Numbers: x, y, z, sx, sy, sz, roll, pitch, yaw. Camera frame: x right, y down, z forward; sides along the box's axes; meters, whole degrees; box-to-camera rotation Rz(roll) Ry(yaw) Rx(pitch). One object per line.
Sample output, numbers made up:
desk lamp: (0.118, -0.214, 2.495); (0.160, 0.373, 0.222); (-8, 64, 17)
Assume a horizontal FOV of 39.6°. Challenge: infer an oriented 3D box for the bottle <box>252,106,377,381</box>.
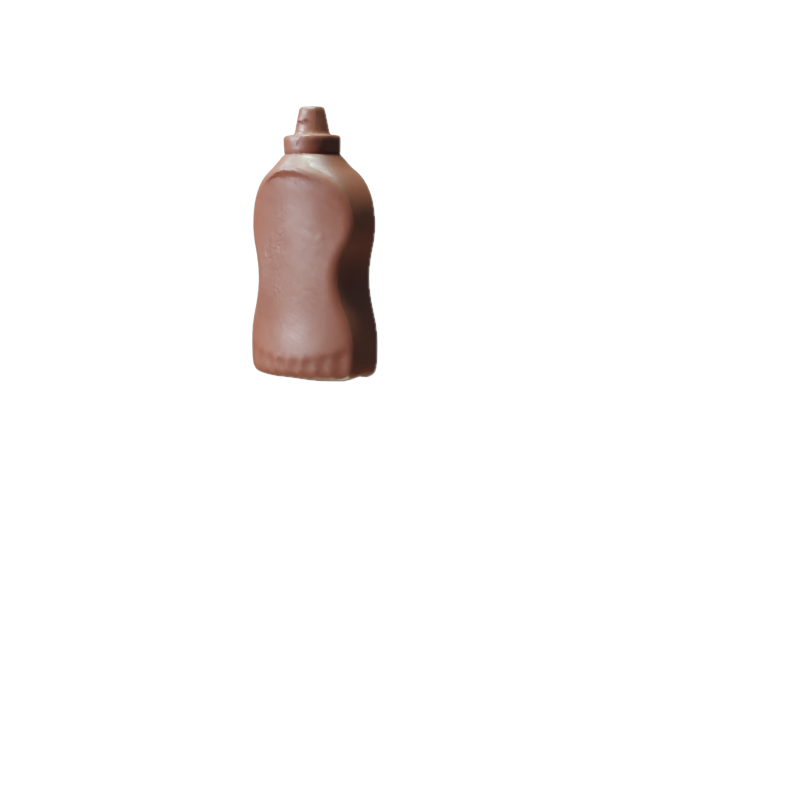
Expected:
bottle: (-0.062, -0.113, 0.793); (0.100, 0.191, 0.056); (3, 4, 40)
